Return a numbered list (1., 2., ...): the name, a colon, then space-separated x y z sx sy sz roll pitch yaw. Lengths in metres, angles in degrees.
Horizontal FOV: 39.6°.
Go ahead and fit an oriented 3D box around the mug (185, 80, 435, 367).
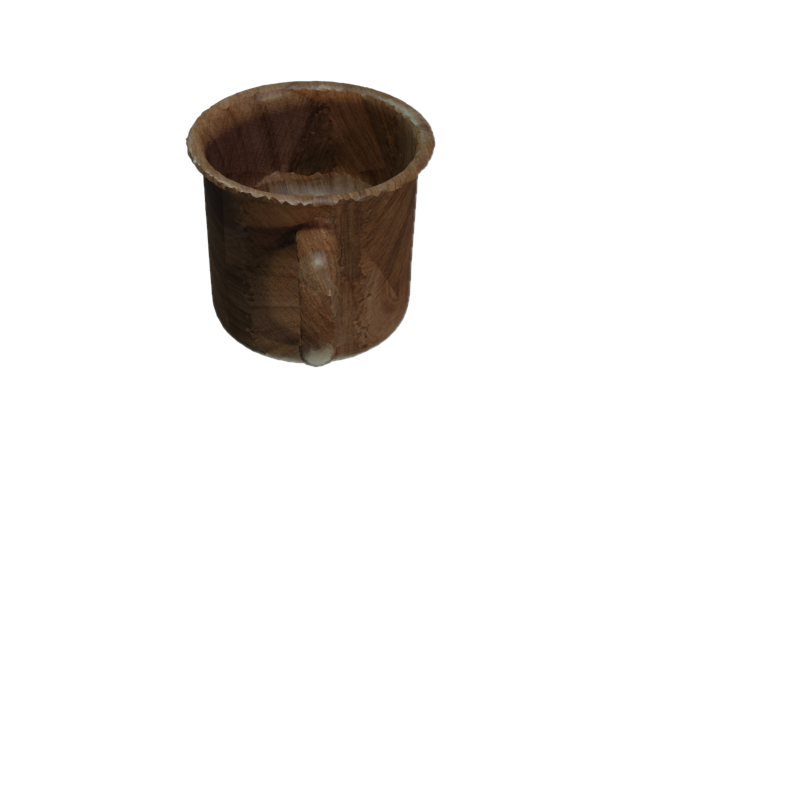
1. mug: -0.034 -0.061 0.428 0.092 0.076 0.126 -4 39 -6
